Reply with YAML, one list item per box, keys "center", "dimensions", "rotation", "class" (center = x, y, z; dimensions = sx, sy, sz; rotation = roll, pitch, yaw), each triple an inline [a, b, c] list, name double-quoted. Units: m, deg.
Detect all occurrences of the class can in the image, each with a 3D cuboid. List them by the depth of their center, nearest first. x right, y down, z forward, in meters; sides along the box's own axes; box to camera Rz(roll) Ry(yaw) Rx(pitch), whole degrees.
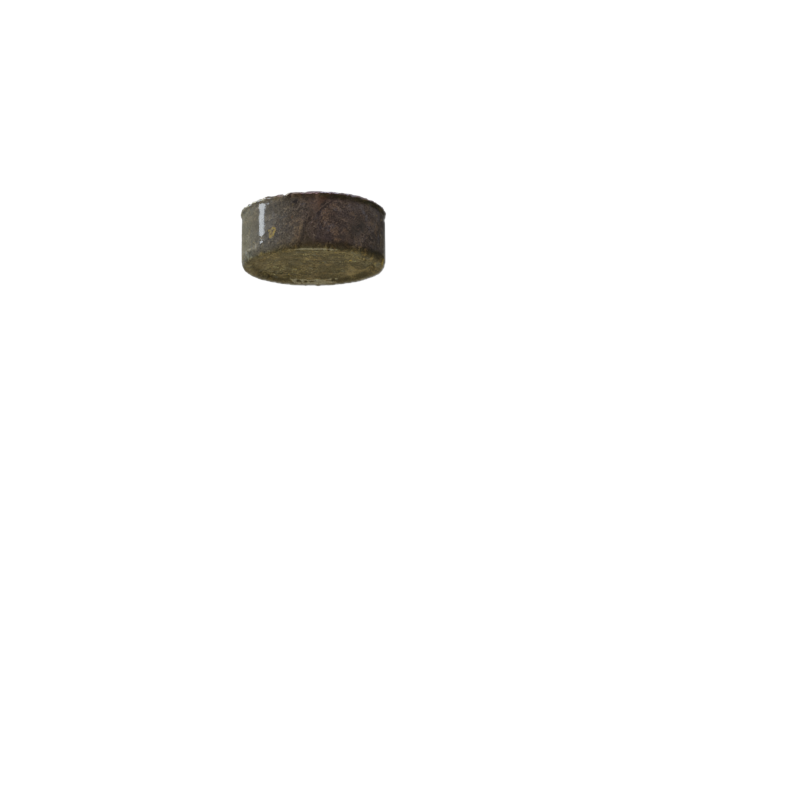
- center: [-0.051, -0.093, 0.650]
  dimensions: [0.086, 0.035, 0.083]
  rotation: [0, -10, -2]
  class: "can"
